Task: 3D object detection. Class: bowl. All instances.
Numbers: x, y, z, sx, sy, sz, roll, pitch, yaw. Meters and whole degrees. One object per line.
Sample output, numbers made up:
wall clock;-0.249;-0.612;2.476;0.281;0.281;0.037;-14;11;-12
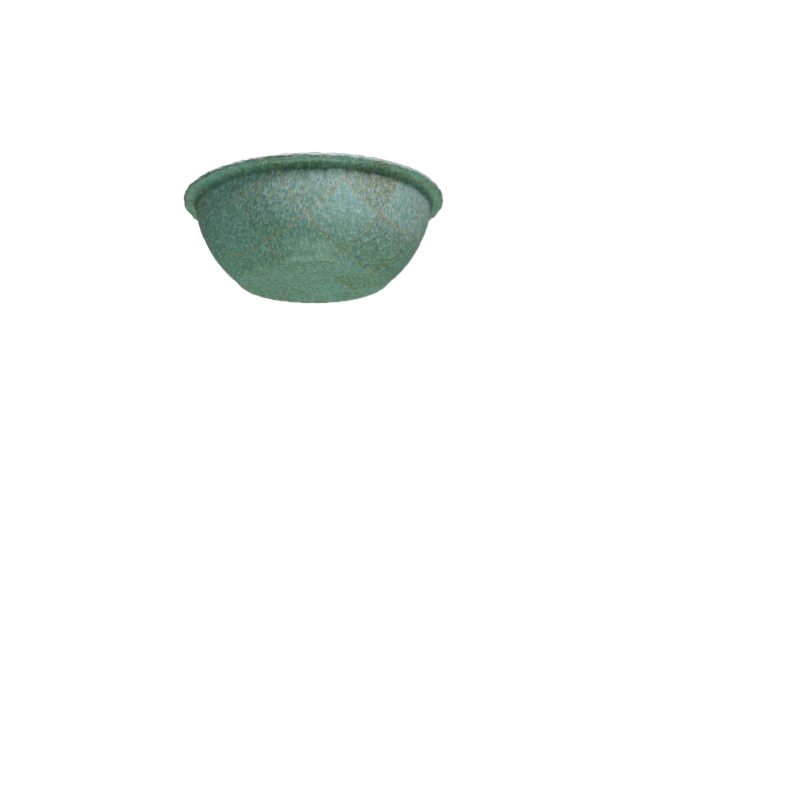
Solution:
bowl;-0.054;-0.098;0.686;0.162;0.057;0.156;0;-12;-2
